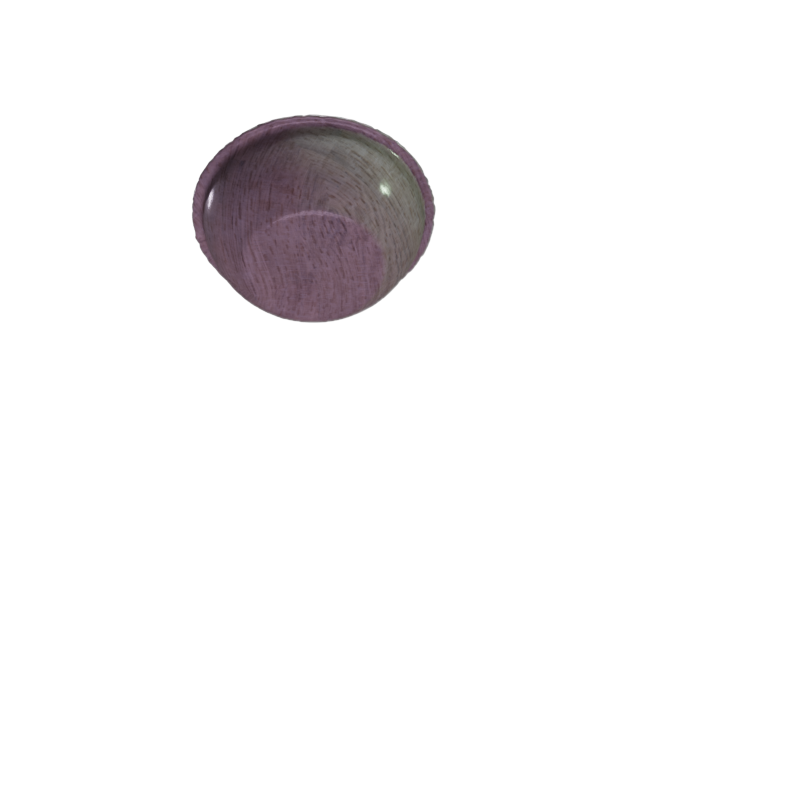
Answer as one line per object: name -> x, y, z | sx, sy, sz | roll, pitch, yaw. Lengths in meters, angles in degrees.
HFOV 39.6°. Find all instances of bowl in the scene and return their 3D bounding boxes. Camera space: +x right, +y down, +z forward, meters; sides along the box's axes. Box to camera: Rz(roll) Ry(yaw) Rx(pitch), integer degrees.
bowl -> -0.056, -0.103, 0.719 | 0.162, 0.151, 0.059 | 1, 42, -1
